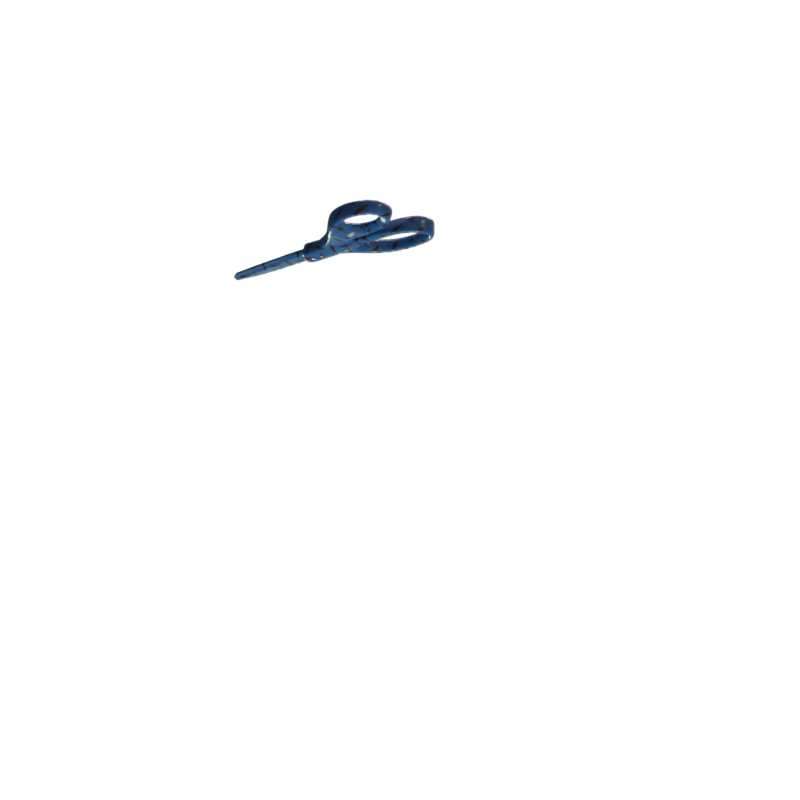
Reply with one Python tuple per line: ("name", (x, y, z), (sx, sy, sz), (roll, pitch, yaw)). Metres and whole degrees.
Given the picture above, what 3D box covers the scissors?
("scissors", (-0.072, -0.132, 0.922), (0.206, 0.016, 0.090), (-7, -17, 23))
